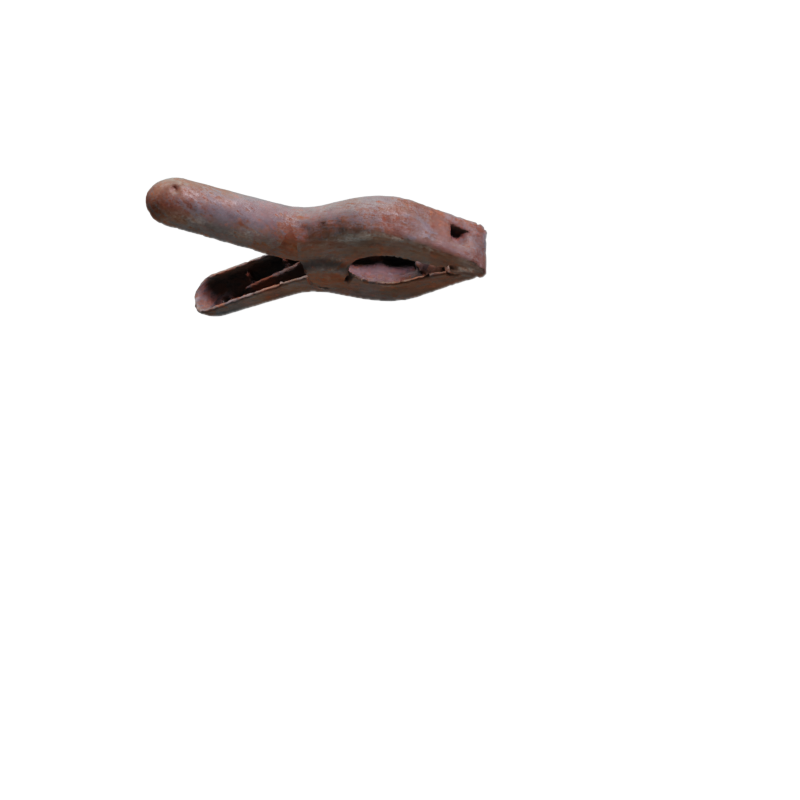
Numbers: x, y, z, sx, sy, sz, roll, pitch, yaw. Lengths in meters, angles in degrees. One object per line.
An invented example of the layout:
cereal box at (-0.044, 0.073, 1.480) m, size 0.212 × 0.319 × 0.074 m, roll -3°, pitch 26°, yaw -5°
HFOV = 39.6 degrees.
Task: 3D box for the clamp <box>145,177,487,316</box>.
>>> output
clamp at (-0.045, -0.081, 0.569) m, size 0.174 × 0.041 × 0.113 m, roll -5°, pitch -19°, yaw 14°
